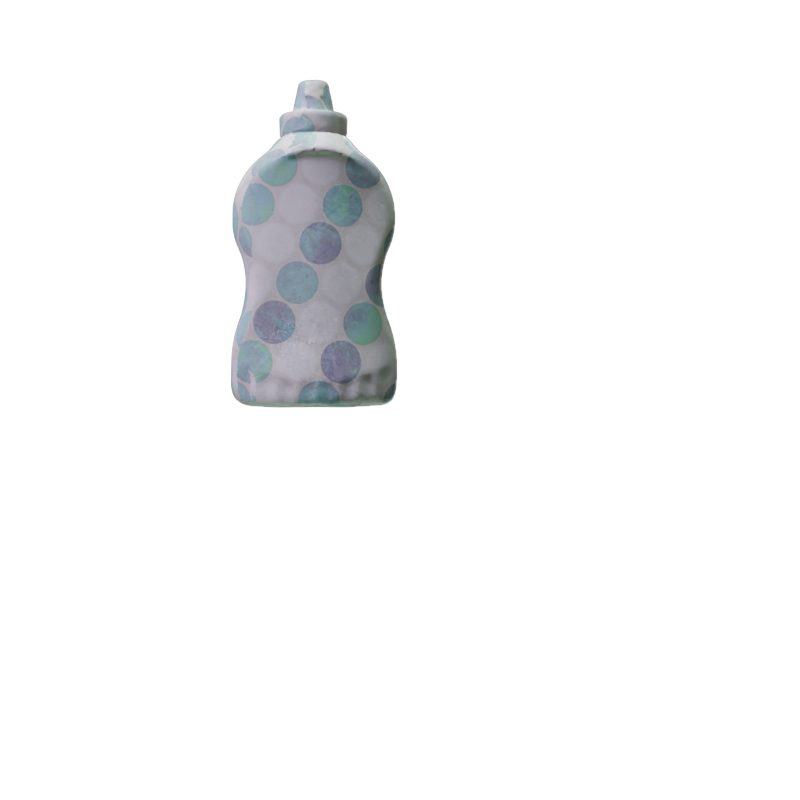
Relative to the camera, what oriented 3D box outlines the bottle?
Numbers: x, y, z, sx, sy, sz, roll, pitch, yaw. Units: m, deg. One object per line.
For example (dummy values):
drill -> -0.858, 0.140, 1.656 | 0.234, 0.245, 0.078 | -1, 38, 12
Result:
bottle -> -0.051, -0.094, 0.656 | 0.095, 0.194, 0.058 | 0, -4, -5
